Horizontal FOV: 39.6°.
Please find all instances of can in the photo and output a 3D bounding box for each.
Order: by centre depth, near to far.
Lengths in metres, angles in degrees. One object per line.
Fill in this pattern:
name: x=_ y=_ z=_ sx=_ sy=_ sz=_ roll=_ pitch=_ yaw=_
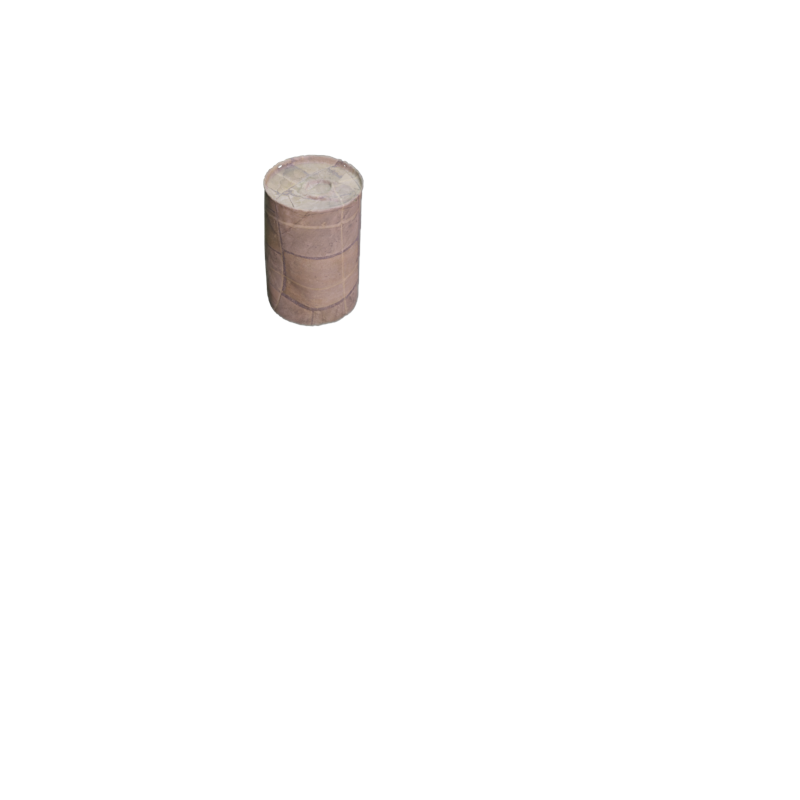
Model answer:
can: x=-0.061 y=-0.111 z=0.777 sx=0.068 sy=0.095 sz=0.073 roll=0 pitch=40 yaw=-3
